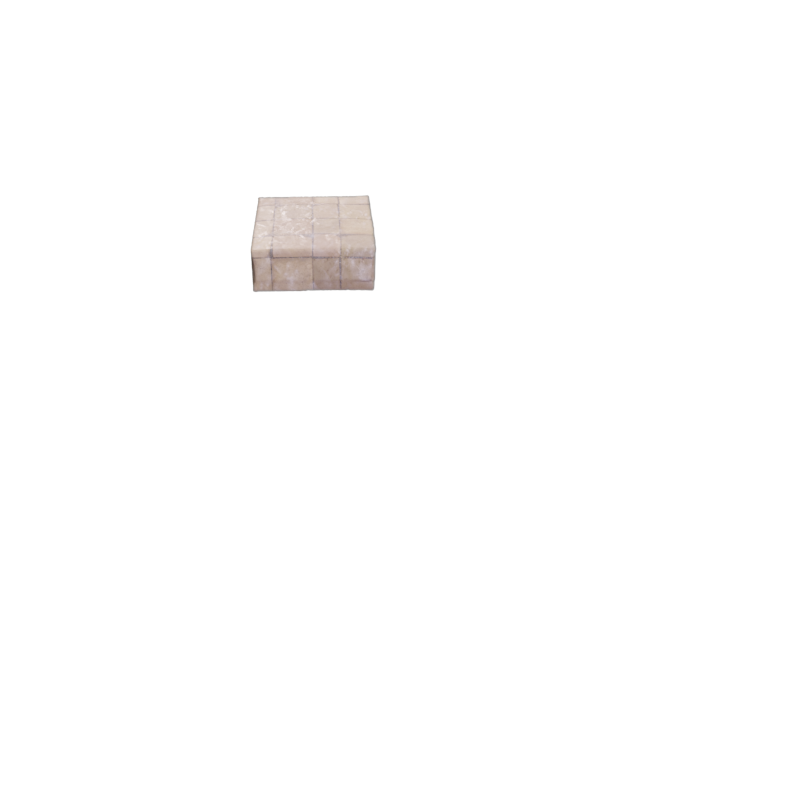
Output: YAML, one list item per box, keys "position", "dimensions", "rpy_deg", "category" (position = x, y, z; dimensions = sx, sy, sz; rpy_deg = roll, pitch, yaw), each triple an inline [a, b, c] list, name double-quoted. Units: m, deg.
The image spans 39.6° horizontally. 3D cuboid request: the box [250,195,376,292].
- position: [-0.066, -0.120, 0.841]
  dimensions: [0.090, 0.037, 0.120]
  rpy_deg: [-1, 27, -2]
  category: "box"
